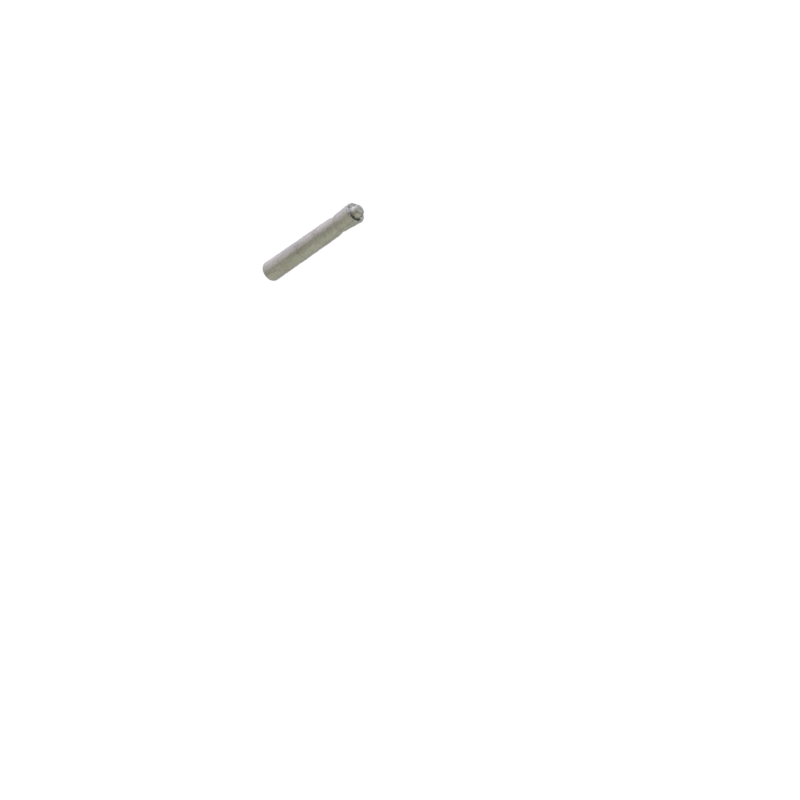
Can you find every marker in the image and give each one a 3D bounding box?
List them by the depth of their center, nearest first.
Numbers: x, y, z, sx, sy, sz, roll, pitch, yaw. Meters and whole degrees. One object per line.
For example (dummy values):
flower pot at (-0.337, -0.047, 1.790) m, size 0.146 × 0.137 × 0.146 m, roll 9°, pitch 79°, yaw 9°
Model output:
marker at (-0.074, -0.136, 0.952) m, size 0.120 × 0.021 × 0.019 m, roll -28°, pitch -16°, yaw 39°
